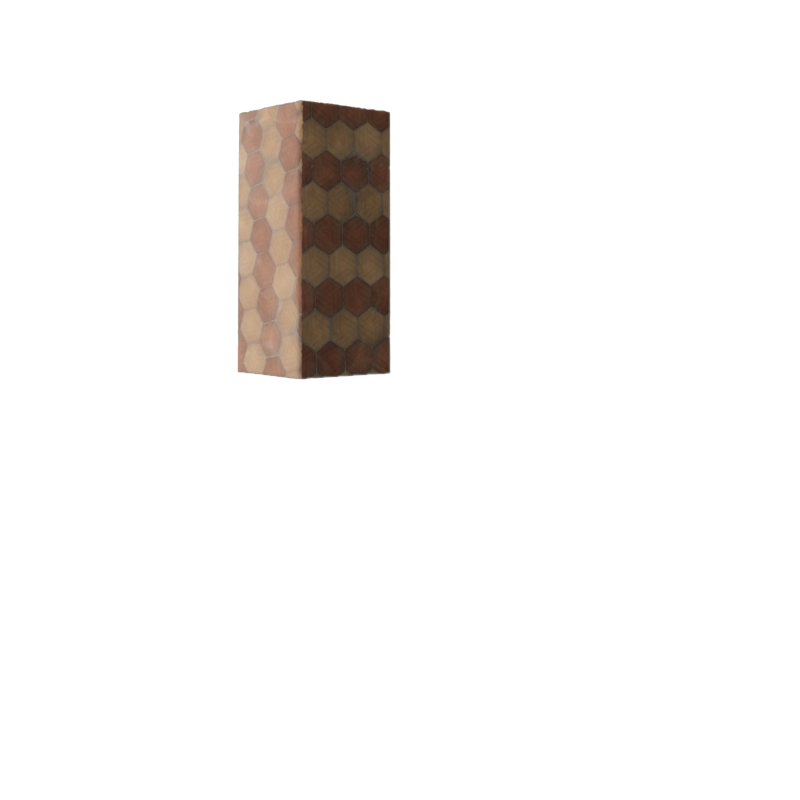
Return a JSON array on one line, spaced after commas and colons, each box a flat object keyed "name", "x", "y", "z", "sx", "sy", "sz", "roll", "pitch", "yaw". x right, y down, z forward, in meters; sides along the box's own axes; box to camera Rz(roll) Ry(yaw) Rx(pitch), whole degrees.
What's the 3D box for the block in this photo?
[{"name": "block", "x": -0.069, "y": -0.125, "z": 0.876, "sx": 0.087, "sy": 0.207, "sz": 0.093, "roll": 1, "pitch": -1, "yaw": -40}]
